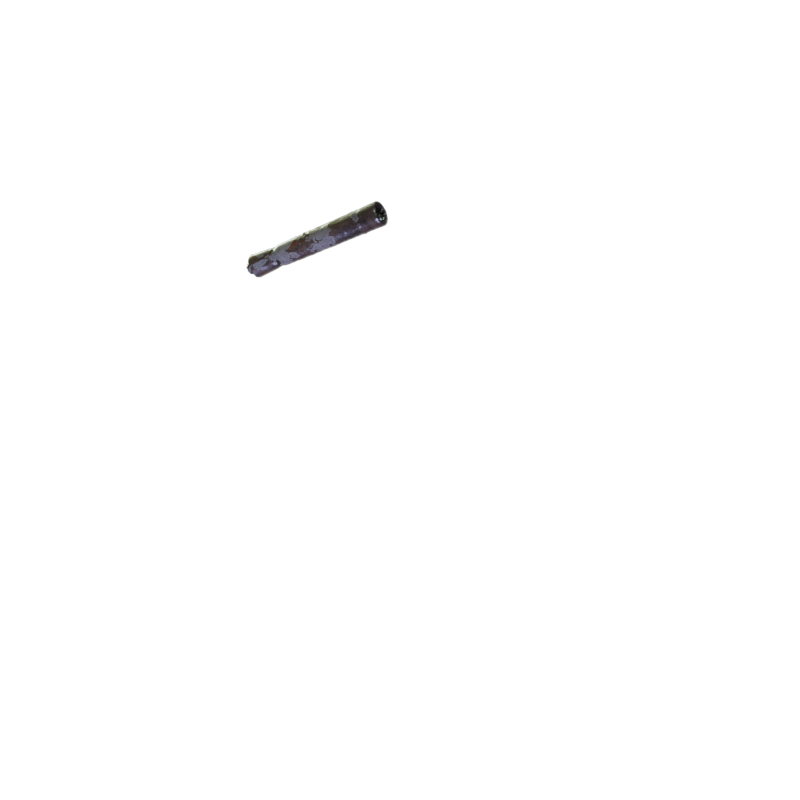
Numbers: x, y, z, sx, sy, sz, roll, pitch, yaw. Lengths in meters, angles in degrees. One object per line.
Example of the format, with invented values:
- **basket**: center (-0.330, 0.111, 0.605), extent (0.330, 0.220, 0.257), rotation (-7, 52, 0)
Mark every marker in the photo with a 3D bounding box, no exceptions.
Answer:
- **marker**: center (-0.064, -0.117, 0.822), extent (0.122, 0.020, 0.019), rotation (-18, -5, 29)
